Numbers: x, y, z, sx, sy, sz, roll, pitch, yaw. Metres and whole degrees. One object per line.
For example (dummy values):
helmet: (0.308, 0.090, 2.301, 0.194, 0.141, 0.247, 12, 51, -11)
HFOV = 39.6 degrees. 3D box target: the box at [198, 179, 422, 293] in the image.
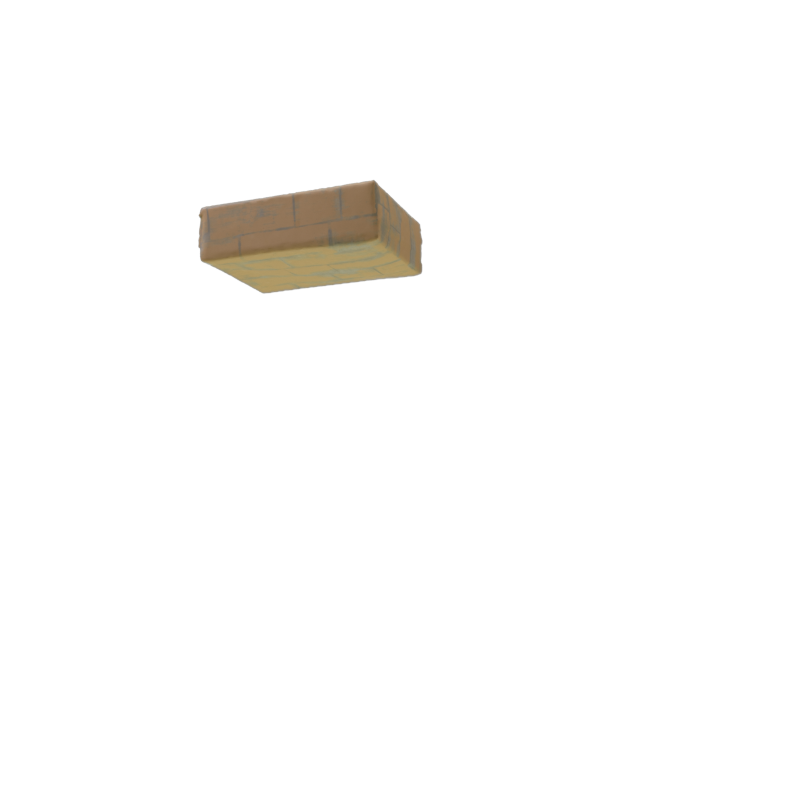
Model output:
box: (-0.052, -0.096, 0.670, 0.116, 0.040, 0.085, -3, -9, 19)
